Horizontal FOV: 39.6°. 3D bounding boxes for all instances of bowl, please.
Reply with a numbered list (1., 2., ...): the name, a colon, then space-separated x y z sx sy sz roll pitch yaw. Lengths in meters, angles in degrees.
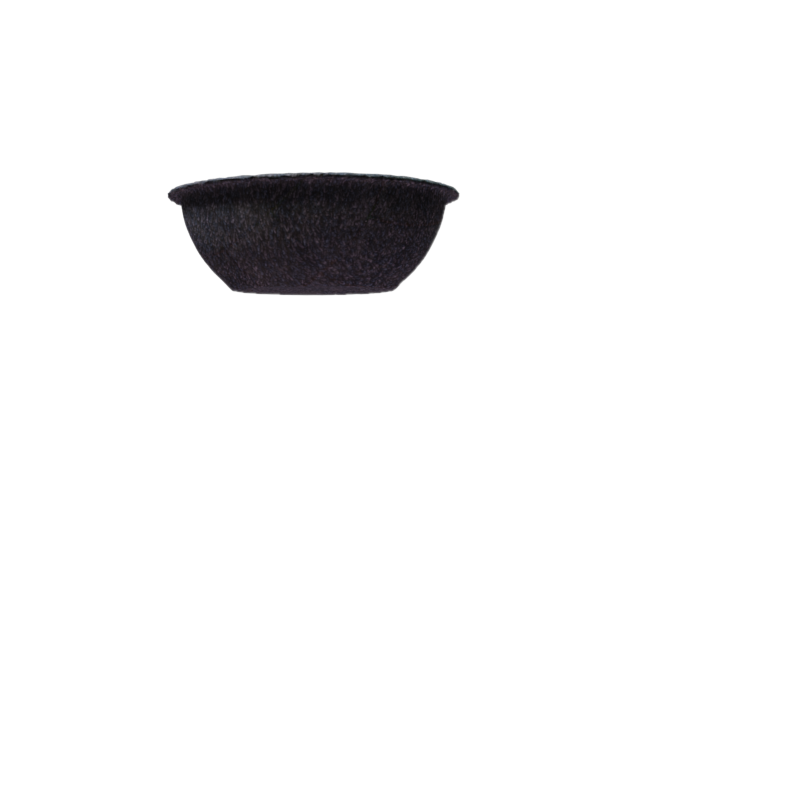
1. bowl: -0.048 -0.088 0.615 0.162 0.055 0.162 0 1 -2
